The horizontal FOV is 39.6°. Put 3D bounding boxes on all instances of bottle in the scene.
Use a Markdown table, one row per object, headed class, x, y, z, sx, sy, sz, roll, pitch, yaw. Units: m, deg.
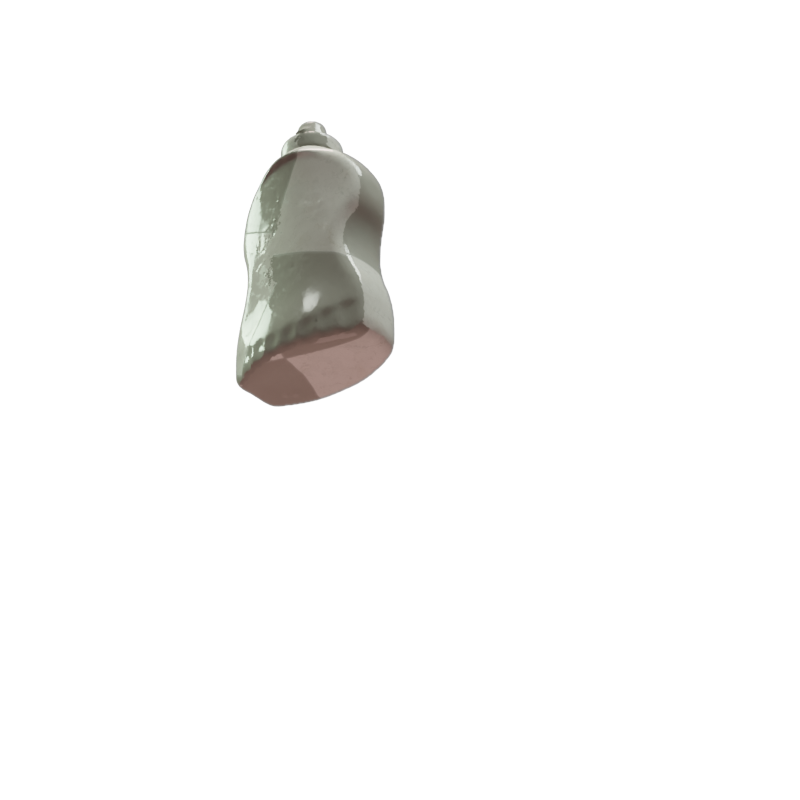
| class | x | y | z | sx | sy | sz | roll | pitch | yaw |
| --- | --- | --- | --- | --- | --- | --- | --- | --- | --- |
| bottle | -0.053 | -0.097 | 0.679 | 0.096 | 0.205 | 0.054 | -27 | -42 | 30 |
